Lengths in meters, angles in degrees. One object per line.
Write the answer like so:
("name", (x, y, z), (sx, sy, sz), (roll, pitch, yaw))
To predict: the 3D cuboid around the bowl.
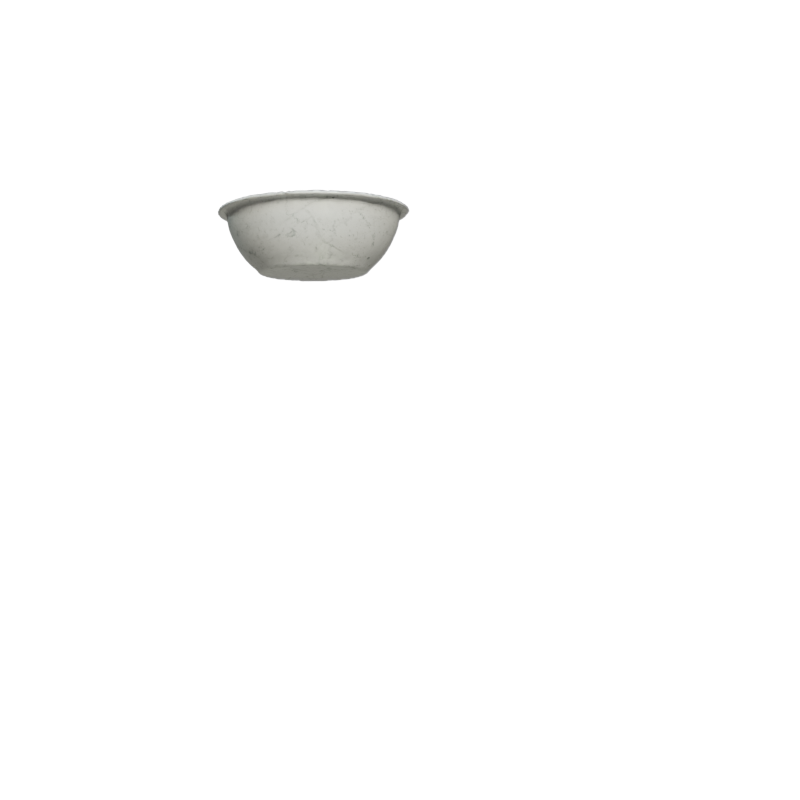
("bowl", (-0.073, -0.134, 0.936), (0.162, 0.056, 0.160), (0, -3, -2))
